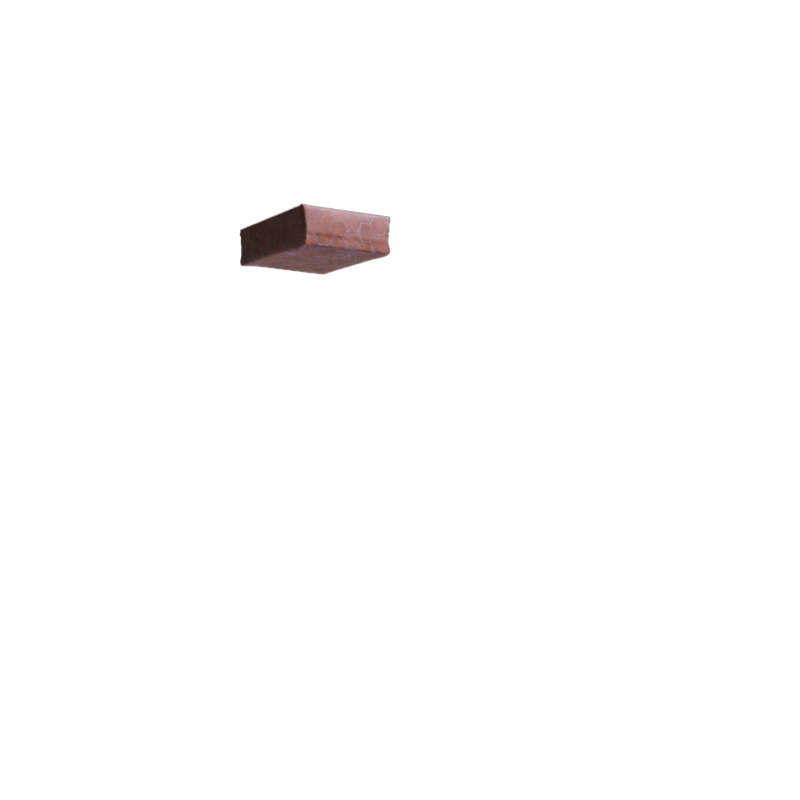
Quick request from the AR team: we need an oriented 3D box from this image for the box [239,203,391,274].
[{"bbox_3d":[-0.076,-0.138,0.967,0.086,0.040,0.116,2,-4,-34],"label":"box"}]
